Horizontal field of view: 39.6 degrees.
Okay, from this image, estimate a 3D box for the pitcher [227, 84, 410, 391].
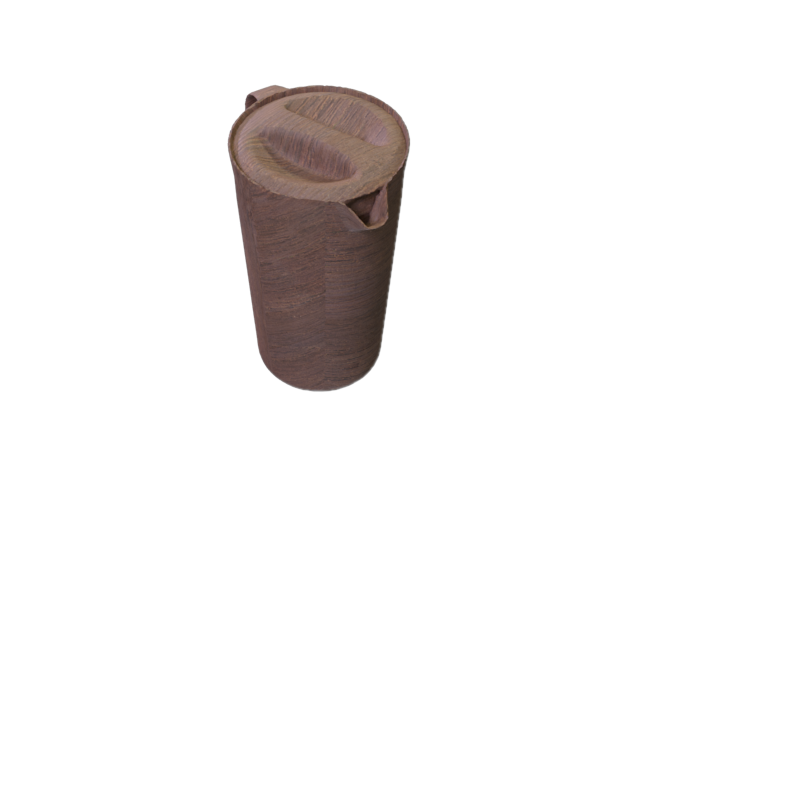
[{"bbox_3d":[-0.070,-0.127,0.893,0.147,0.158,0.226,11,-41,7],"label":"pitcher"}]
